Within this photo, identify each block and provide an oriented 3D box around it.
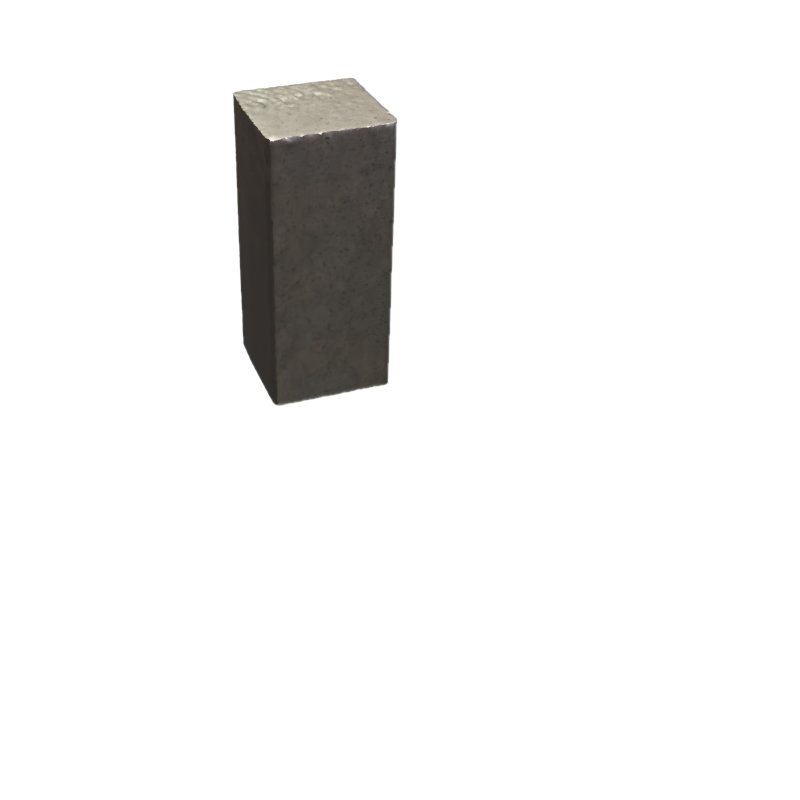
[{"bbox_3d":[-0.061,-0.111,0.782,0.089,0.194,0.097,-9,33,-18],"label":"block"}]
